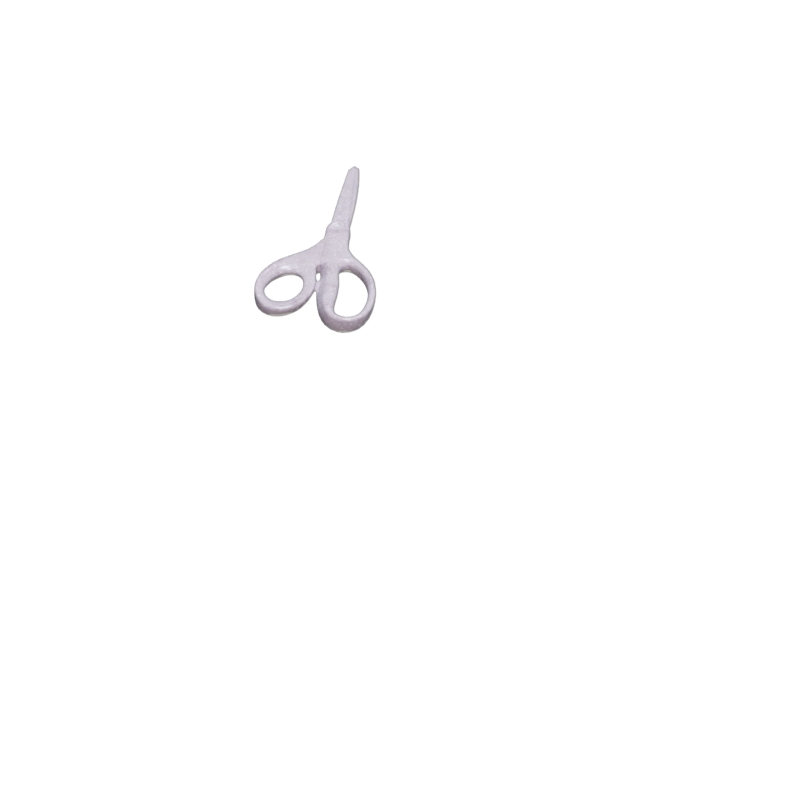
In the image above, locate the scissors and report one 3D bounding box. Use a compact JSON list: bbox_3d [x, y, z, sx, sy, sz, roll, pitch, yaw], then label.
[{"bbox_3d":[-0.066,-0.120,0.844,0.095,0.015,0.217,-5,41,-6],"label":"scissors"}]
